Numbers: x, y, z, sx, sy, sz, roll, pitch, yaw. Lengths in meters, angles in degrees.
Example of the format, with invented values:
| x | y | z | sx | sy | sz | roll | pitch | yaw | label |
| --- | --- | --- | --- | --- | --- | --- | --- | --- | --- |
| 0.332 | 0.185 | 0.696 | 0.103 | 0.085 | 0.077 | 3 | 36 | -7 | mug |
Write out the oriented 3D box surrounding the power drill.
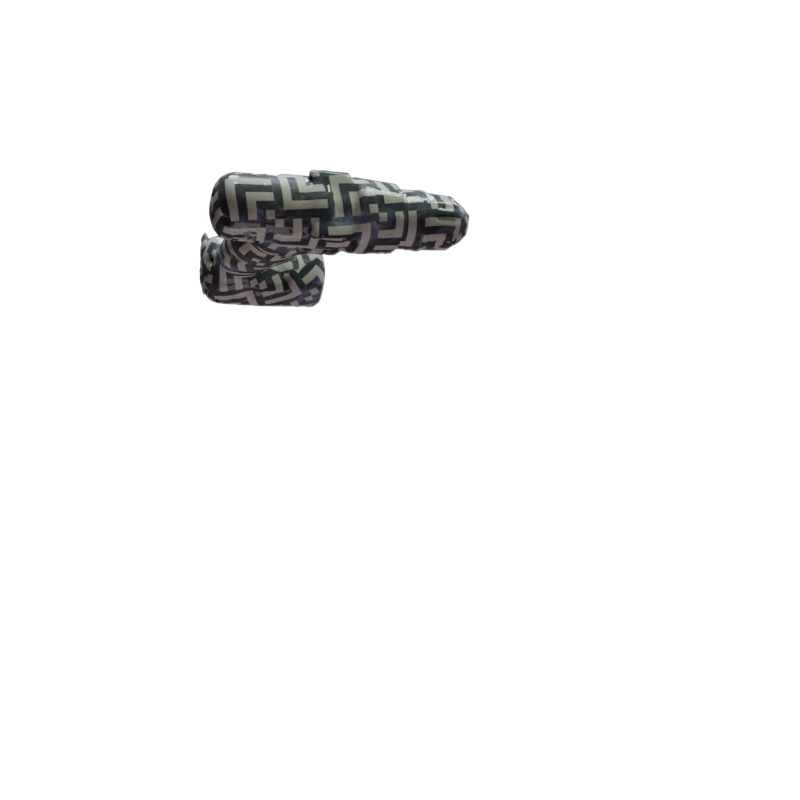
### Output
| x | y | z | sx | sy | sz | roll | pitch | yaw | label |
| --- | --- | --- | --- | --- | --- | --- | --- | --- | --- |
| -0.065 | -0.118 | 0.824 | 0.179 | 0.060 | 0.186 | 4 | -13 | -19 | power drill |
